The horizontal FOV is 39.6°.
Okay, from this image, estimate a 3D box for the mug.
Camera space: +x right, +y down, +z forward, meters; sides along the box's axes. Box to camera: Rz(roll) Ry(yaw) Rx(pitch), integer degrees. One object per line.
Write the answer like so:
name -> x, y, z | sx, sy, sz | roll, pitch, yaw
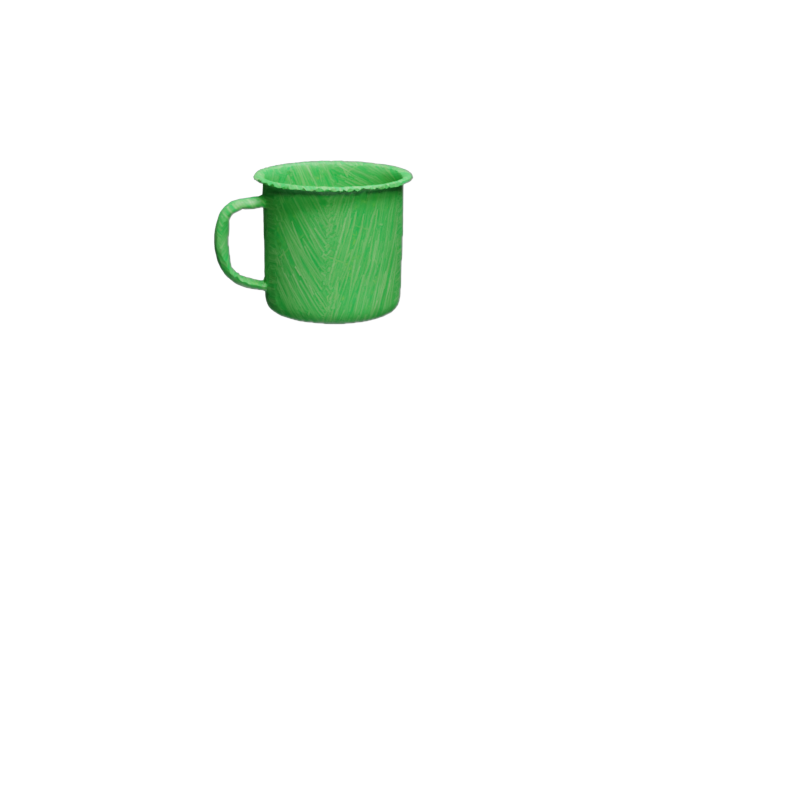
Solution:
mug -> -0.051, -0.093, 0.654 | 0.115, 0.079, 0.098 | -5, 19, -15
